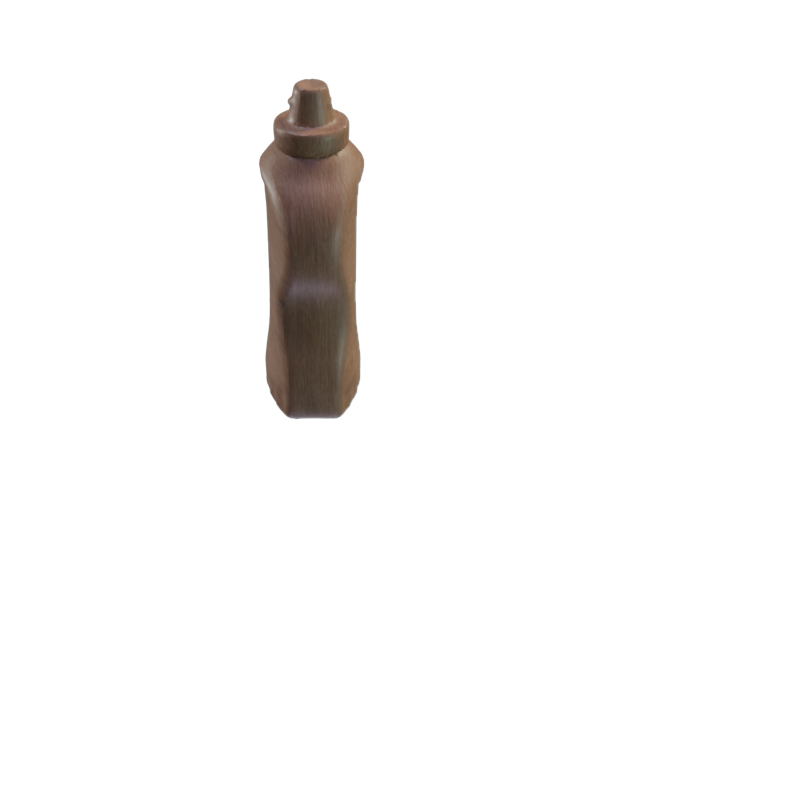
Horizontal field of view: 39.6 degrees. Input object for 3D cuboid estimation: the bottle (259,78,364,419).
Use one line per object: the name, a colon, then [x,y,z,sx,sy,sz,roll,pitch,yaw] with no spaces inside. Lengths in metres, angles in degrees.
bottle: [-0.050,-0.090,0.631,0.058,0.180,0.102,1,33,-2]
